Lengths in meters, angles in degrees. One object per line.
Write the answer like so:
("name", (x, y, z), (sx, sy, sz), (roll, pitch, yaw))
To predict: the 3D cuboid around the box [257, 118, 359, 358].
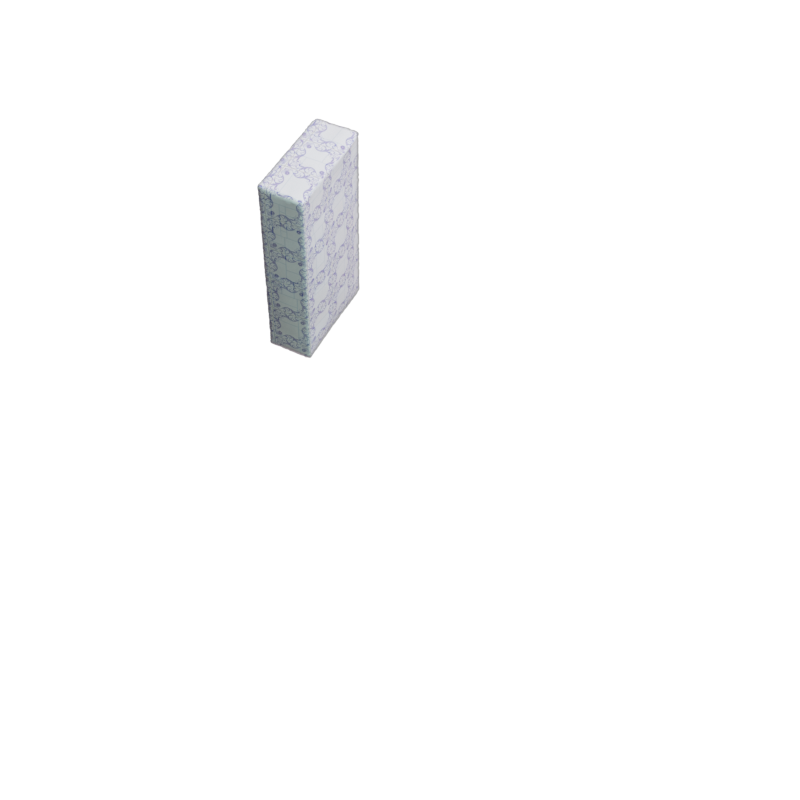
("box", (-0.069, -0.126, 0.886), (0.050, 0.097, 0.164), (22, -37, 14))
